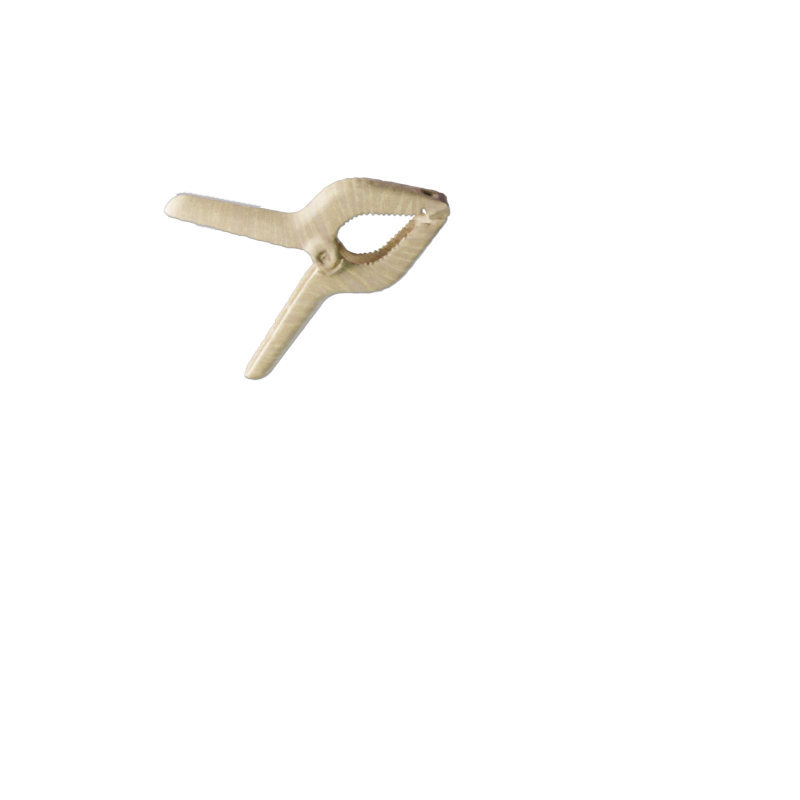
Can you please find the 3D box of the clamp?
[{"bbox_3d":[-0.067,-0.122,0.851,0.210,0.156,0.038,-26,22,11],"label":"clamp"}]
